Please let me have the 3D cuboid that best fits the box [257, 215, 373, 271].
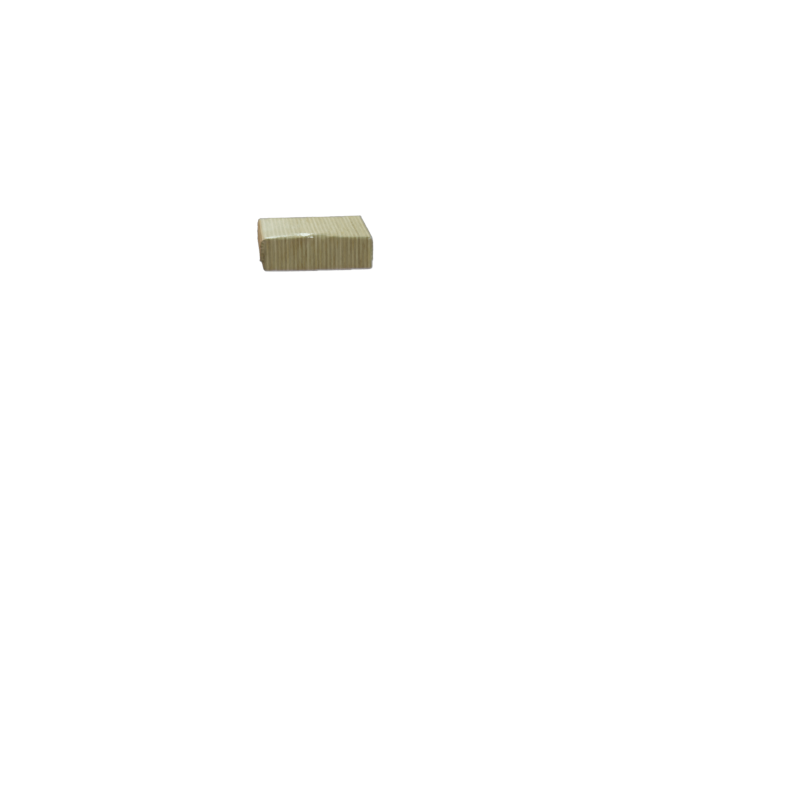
[{"bbox_3d":[-0.070,-0.128,0.896,0.089,0.029,0.077,-2,21,-6],"label":"box"}]
